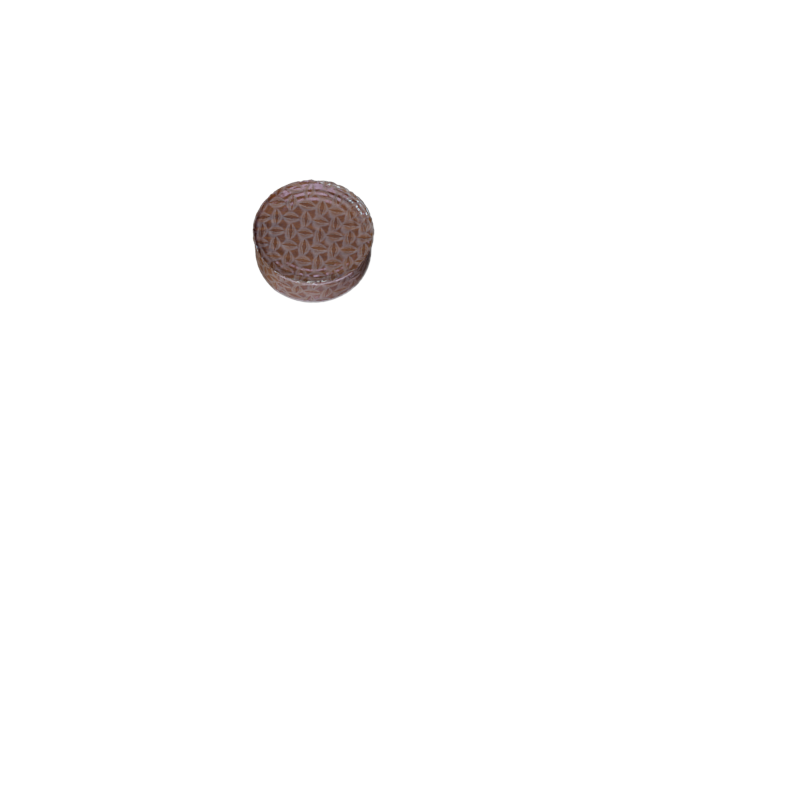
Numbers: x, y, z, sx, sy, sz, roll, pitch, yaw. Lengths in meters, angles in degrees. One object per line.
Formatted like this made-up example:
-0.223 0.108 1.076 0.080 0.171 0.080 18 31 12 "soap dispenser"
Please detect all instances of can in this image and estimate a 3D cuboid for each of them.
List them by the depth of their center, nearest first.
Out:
-0.062 -0.113 0.794 0.086 0.091 0.032 -1 -28 -1 "can"
